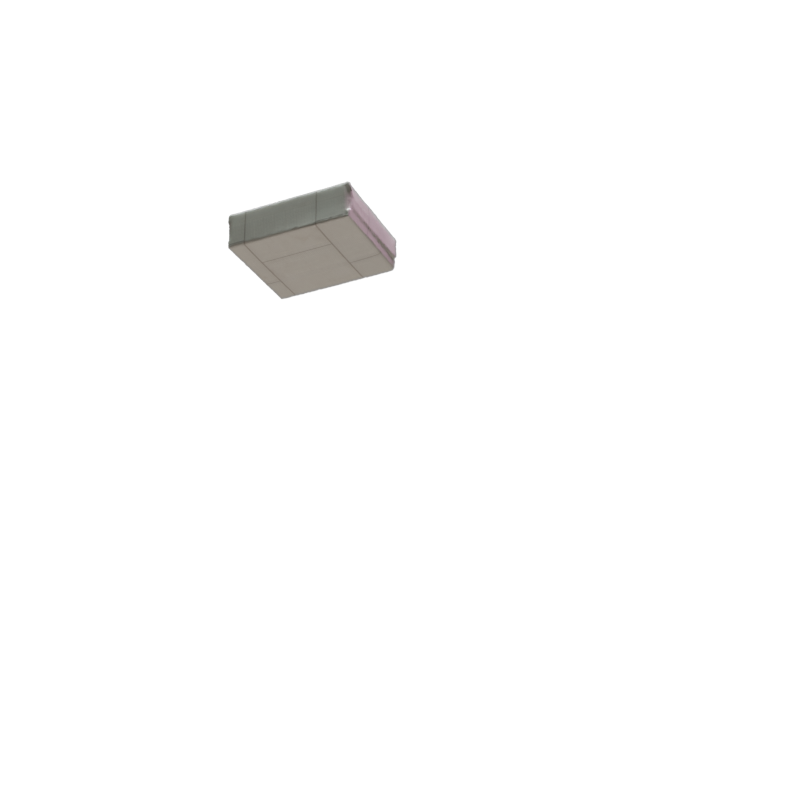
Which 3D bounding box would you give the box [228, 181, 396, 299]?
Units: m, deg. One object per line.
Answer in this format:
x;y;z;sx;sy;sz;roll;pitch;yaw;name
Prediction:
-0.057;-0.104;0.727;0.090;0.032;0.068;-13;-30;22;box
